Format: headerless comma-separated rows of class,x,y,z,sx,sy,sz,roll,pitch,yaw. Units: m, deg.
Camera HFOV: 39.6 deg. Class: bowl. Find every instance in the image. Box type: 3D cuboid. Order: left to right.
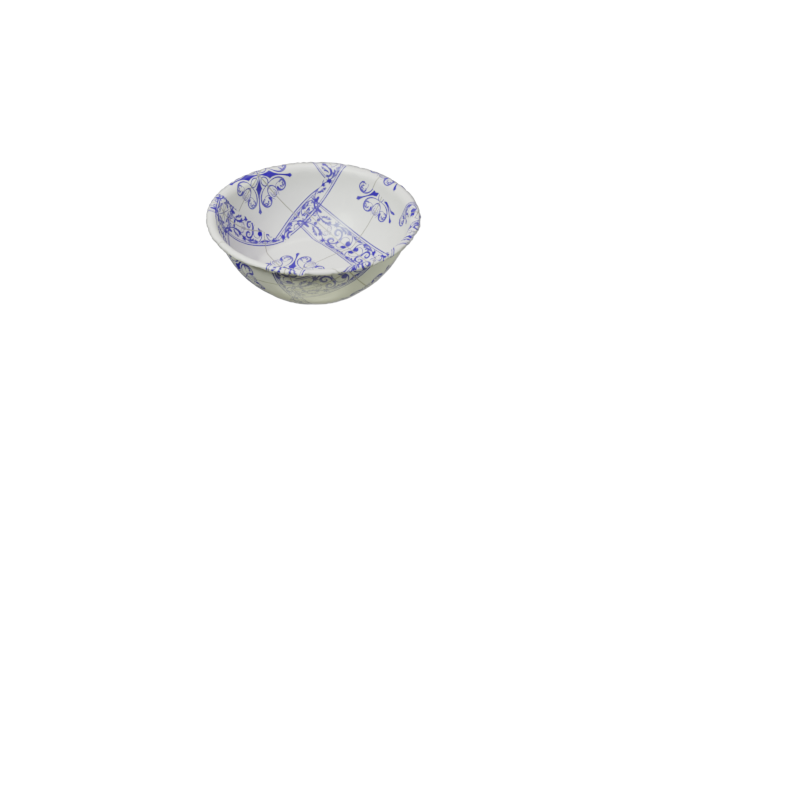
bowl,-0.066,-0.121,0.848,0.162,0.051,0.174,-1,38,-2
